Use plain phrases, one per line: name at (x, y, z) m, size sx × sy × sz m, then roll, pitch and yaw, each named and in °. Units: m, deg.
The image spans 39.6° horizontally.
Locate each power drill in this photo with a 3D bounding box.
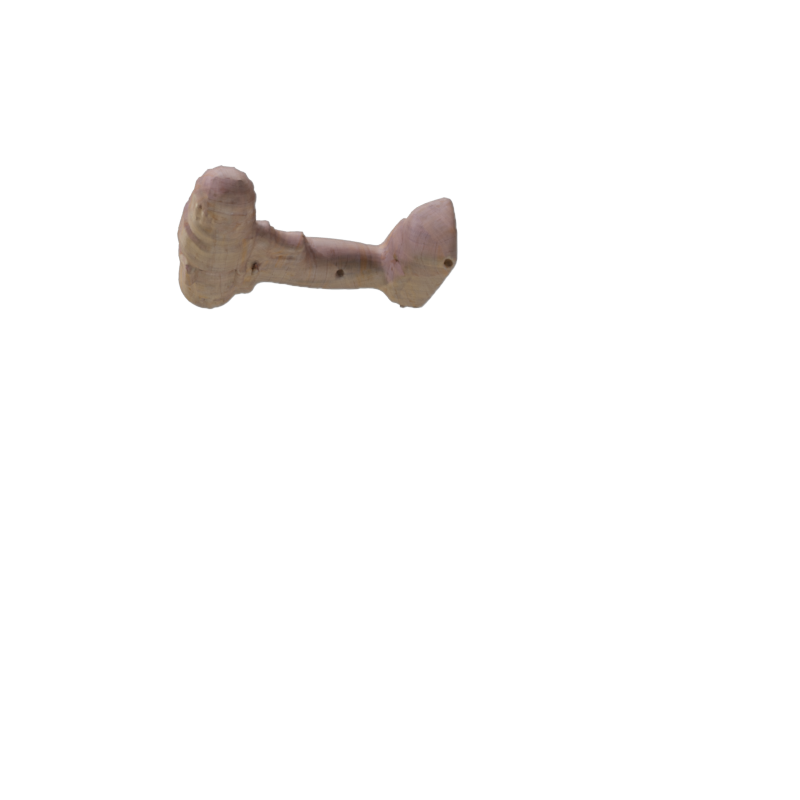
power drill at (-0.060, -0.109, 0.766) m, size 0.185 × 0.060 × 0.180 m, roll 3°, pitch -14°, yaw -11°
